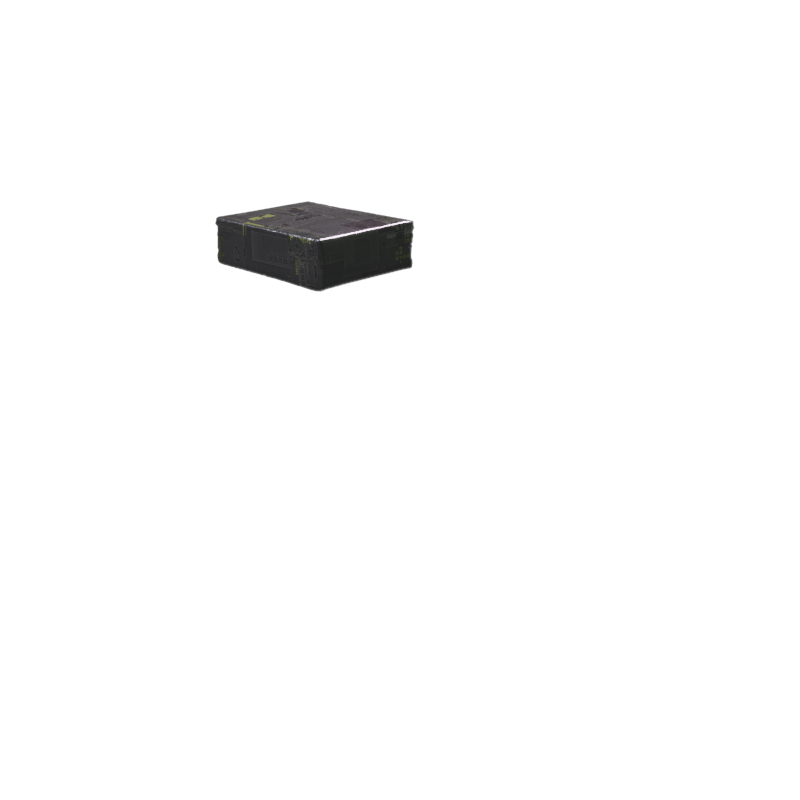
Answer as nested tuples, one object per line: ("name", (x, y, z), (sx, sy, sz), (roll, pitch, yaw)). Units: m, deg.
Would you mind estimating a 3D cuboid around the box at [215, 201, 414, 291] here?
("box", (-0.061, -0.111, 0.777), (0.088, 0.037, 0.120), (-19, 28, -41))
